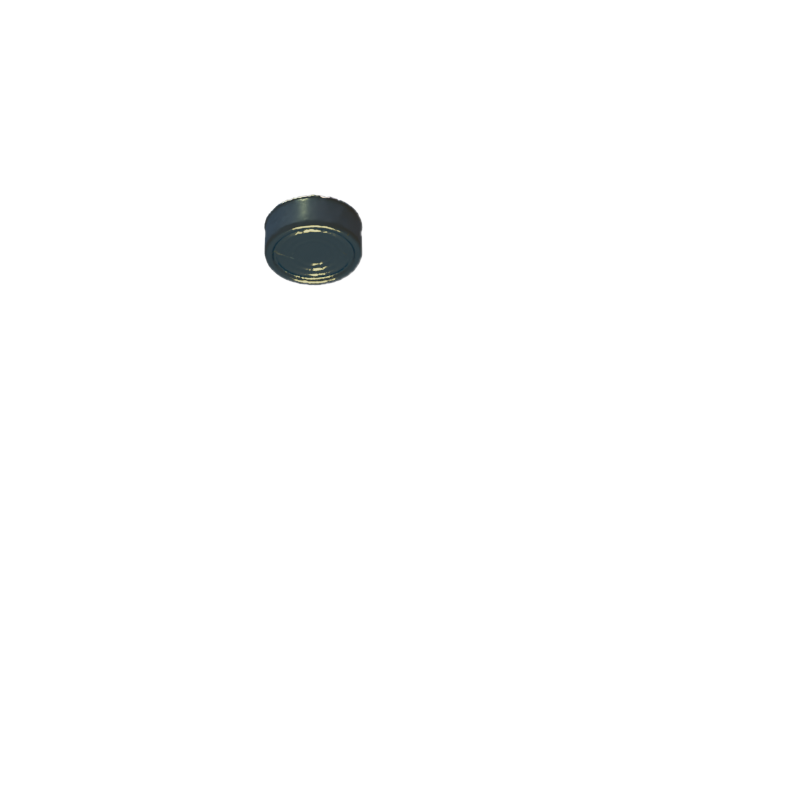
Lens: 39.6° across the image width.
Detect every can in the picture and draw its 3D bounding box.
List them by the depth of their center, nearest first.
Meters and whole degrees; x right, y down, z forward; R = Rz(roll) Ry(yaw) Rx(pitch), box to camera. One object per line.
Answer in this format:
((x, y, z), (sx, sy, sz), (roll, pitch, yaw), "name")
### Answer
((-0.075, -0.137, 0.959), (0.086, 0.036, 0.080), (1, -35, -2), "can")
